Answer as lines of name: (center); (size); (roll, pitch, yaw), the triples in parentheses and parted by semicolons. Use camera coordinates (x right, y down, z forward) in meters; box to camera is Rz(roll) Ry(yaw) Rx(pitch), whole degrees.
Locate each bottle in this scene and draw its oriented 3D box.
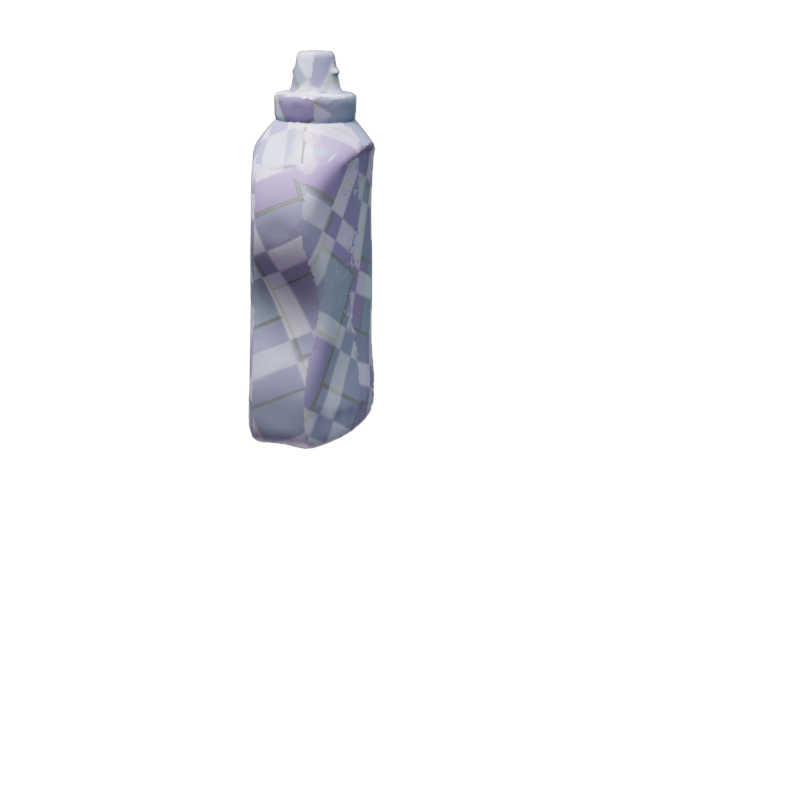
bottle: (-0.044, -0.081, 0.565); (0.060, 0.186, 0.096); (5, 14, 19)
